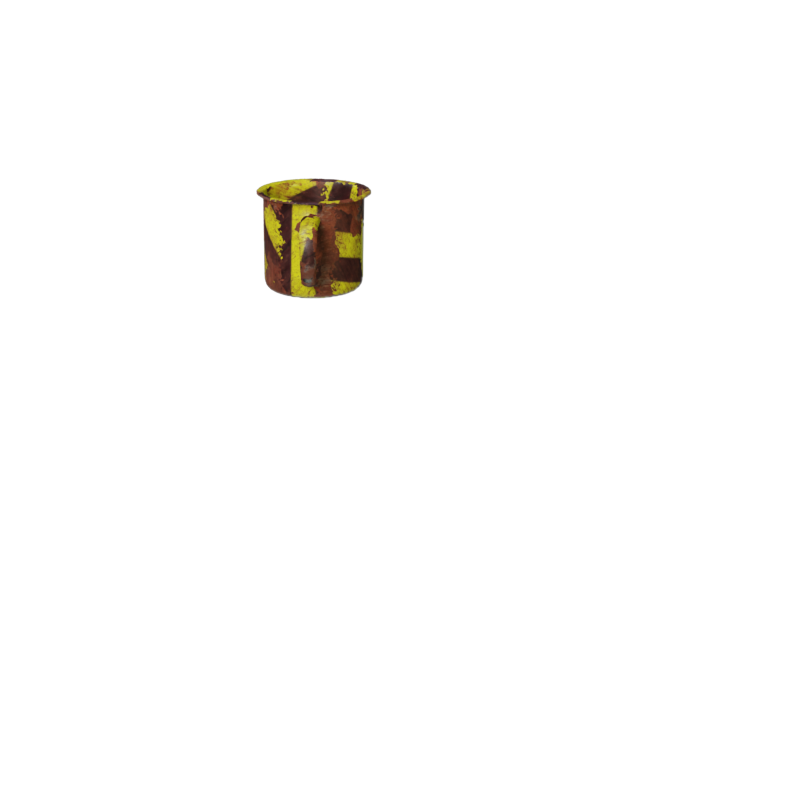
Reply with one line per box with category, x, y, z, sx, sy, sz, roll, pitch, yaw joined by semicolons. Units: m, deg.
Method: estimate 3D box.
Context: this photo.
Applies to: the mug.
mug;-0.070;-0.128;0.897;0.093;0.078;0.122;0;20;-2
